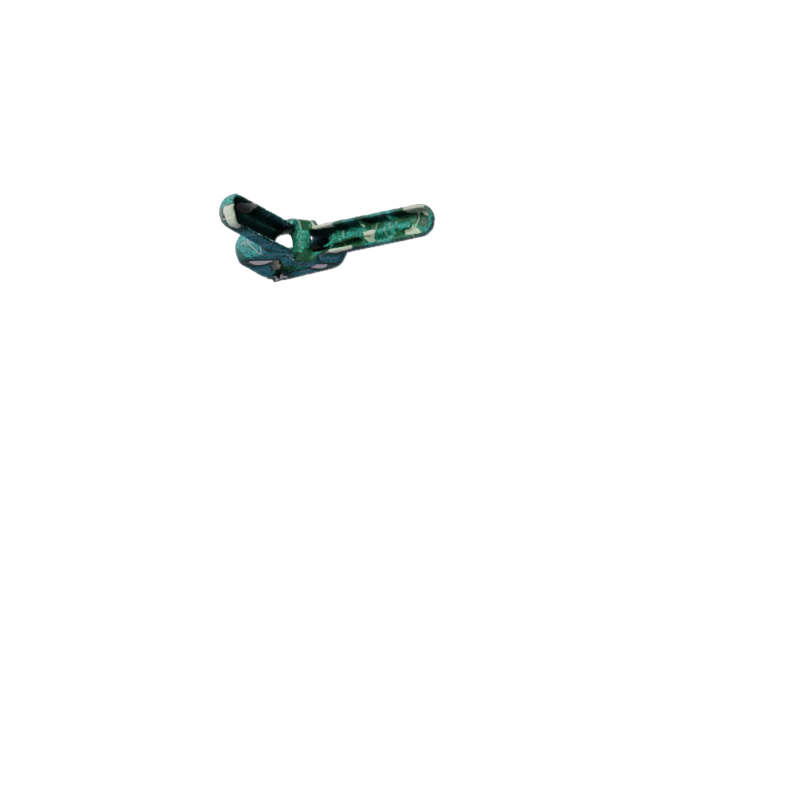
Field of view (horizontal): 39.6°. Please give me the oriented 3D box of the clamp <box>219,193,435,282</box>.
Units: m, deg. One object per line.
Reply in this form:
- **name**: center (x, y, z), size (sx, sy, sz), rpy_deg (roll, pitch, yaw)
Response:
- **clamp**: center (-0.071, -0.129, 0.906), size (0.162, 0.037, 0.208), rpy_deg (1, -6, -11)
